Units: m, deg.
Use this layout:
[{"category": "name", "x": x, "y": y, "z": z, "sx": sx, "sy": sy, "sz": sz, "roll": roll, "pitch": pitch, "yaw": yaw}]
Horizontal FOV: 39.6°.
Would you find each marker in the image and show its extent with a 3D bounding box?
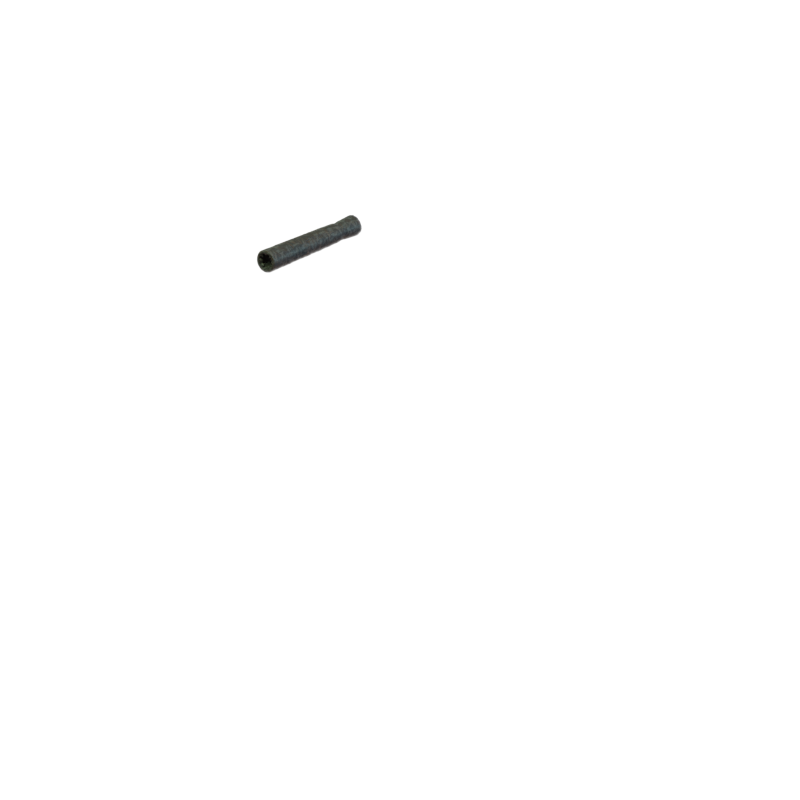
[{"category": "marker", "x": -0.072, "y": -0.132, "z": 0.924, "sx": 0.021, "sy": 0.019, "sz": 0.121, "roll": 3, "pitch": 23, "yaw": 38}]
